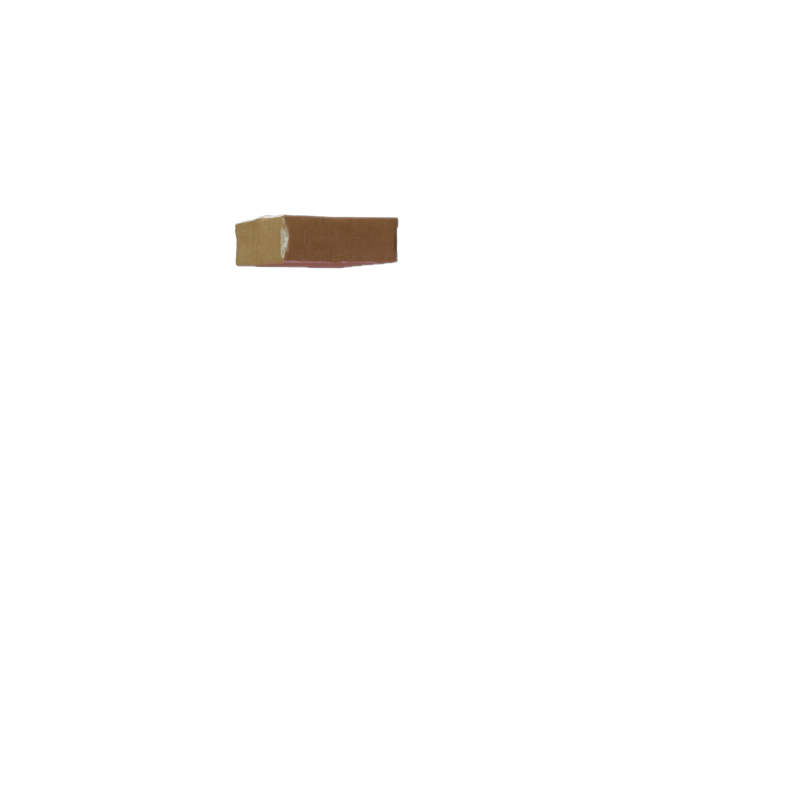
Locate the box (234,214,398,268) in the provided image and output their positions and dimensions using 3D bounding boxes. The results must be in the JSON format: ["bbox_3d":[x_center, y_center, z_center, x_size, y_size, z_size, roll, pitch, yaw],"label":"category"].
[{"bbox_3d":[-0.053,-0.096,0.671,0.071,0.030,0.092,-2,5,-24],"label":"box"}]
